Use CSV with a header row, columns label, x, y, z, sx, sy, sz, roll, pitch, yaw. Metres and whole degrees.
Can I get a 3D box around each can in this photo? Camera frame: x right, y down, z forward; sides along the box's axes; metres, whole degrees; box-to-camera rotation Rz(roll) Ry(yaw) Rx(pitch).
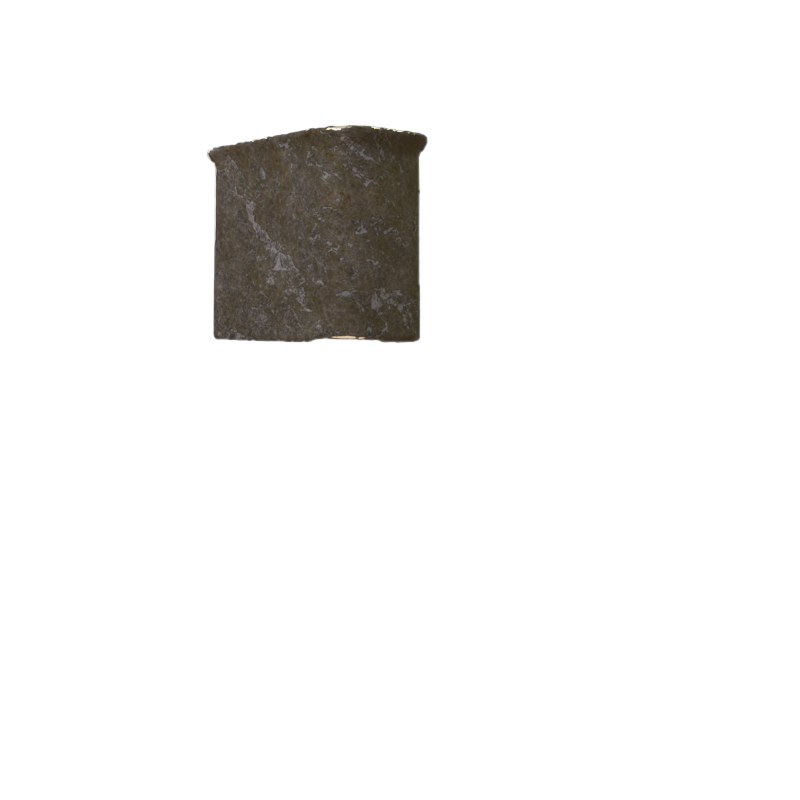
label,x,y,z,sx,sy,sz,roll,pitch,yaw
can,-0.037,-0.067,0.470,0.055,0.084,0.106,1,1,-43
